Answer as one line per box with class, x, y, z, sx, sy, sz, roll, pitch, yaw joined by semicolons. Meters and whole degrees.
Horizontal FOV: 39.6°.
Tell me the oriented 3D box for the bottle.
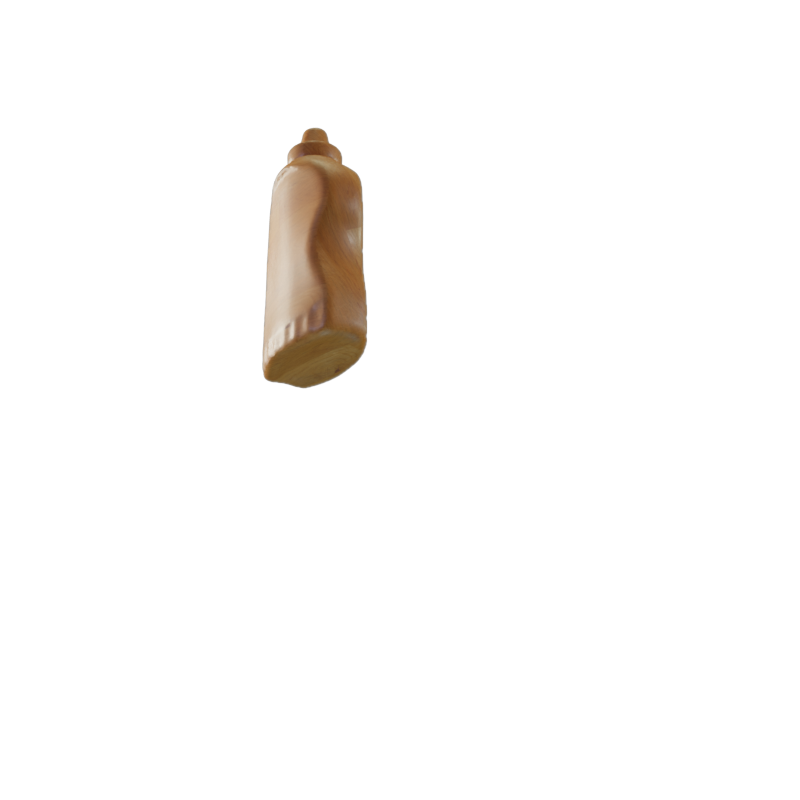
bottle;-0.061;-0.112;0.788;0.056;0.204;0.094;13;-32;-26
